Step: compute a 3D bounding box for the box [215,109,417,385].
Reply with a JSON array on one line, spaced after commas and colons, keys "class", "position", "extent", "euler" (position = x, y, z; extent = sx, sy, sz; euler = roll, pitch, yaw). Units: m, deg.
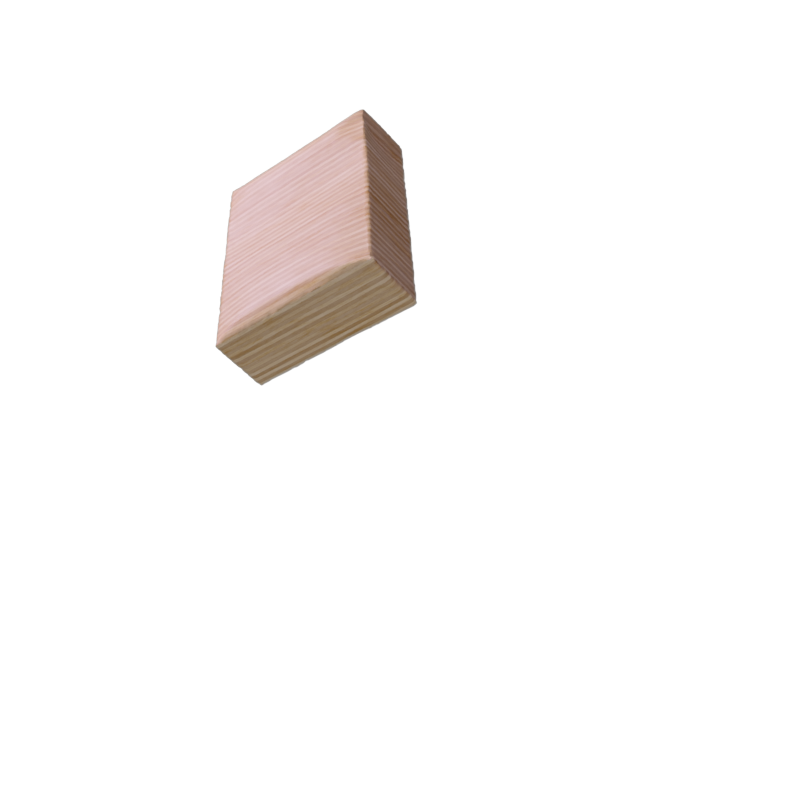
[{"class": "box", "position": [-0.077, -0.140, 0.981], "extent": [0.164, 0.230, 0.067], "euler": [-28, -49, 23]}]
